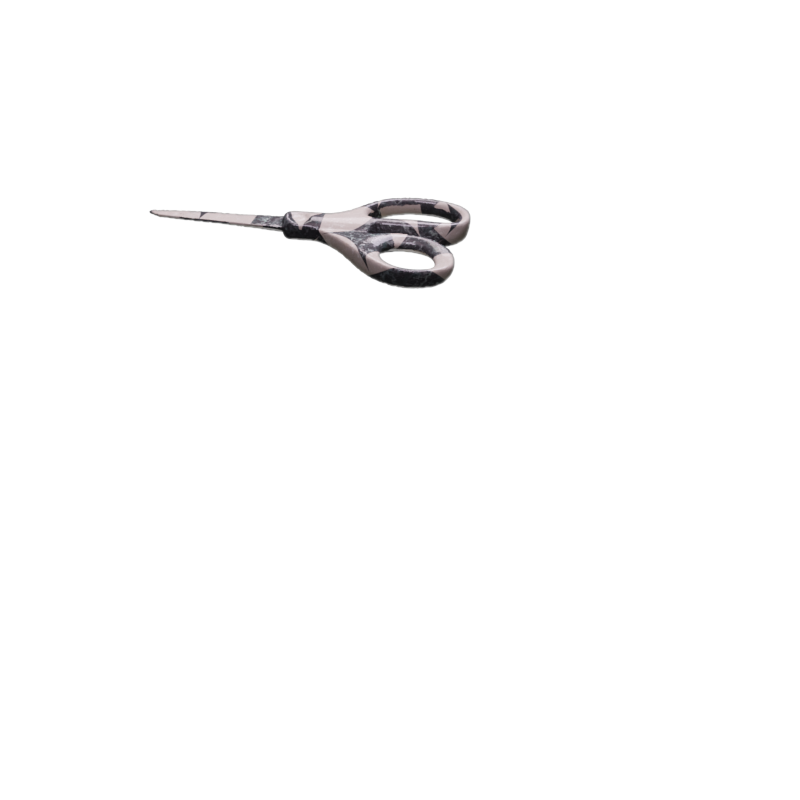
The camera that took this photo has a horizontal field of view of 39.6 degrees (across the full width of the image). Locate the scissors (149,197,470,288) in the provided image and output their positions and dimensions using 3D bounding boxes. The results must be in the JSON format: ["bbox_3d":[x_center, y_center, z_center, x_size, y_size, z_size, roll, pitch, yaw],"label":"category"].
[{"bbox_3d":[-0.053,-0.097,0.682,0.200,0.015,0.103,-4,38,-5],"label":"scissors"}]
